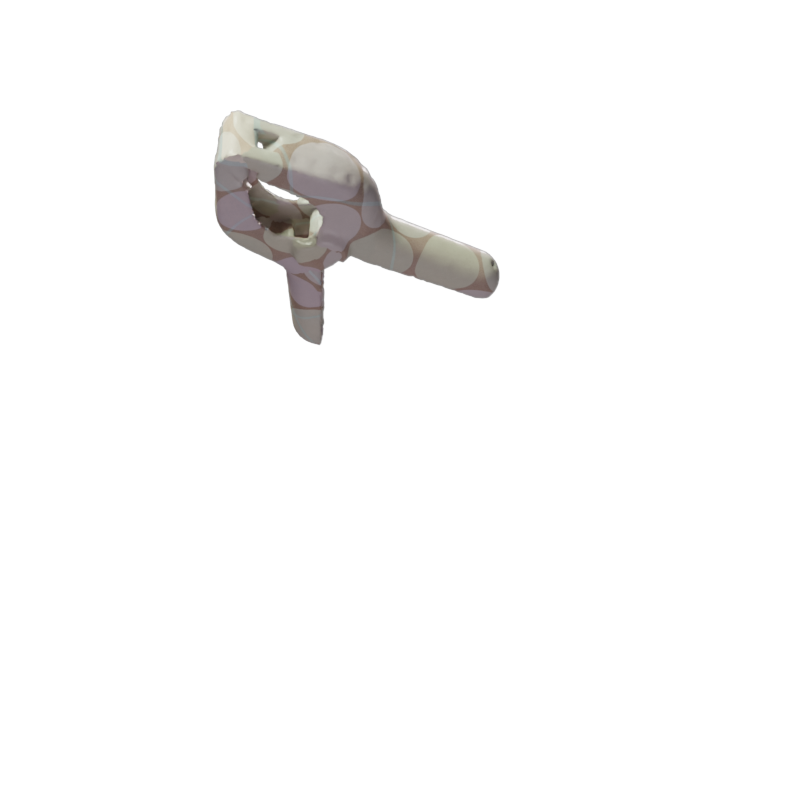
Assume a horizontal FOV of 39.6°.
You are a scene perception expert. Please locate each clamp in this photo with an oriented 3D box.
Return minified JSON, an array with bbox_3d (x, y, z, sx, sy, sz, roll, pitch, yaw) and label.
[{"bbox_3d":[-0.044,-0.079,0.556,0.120,0.042,0.160,-27,-44,31],"label":"clamp"}]
